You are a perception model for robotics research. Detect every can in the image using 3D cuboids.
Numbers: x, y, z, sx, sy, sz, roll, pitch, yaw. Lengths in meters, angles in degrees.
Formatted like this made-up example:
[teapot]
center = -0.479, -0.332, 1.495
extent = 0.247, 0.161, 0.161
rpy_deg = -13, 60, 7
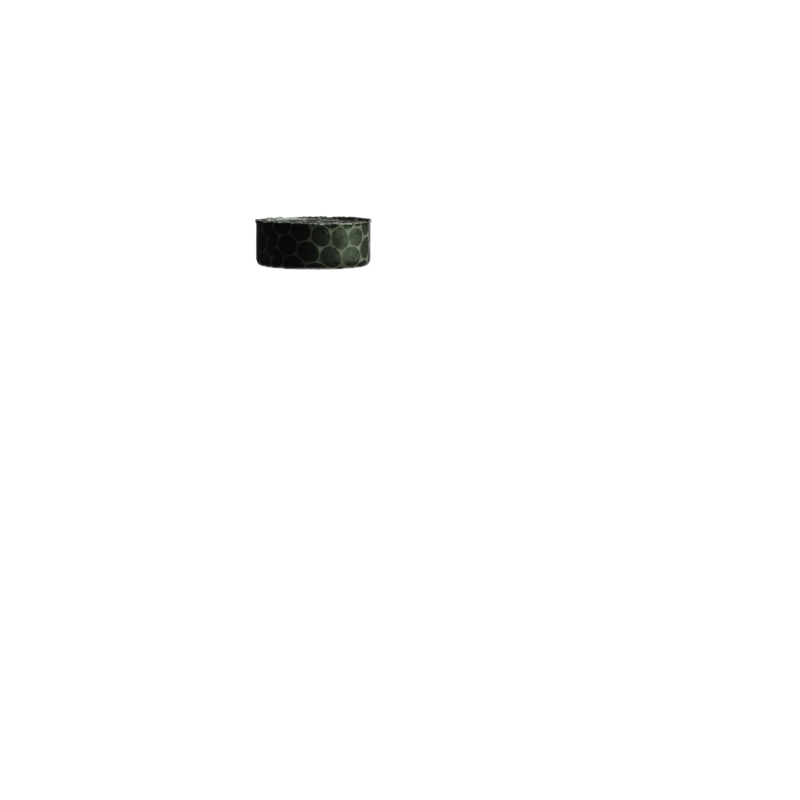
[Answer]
[can]
center = -0.064, -0.116, 0.816
extent = 0.086, 0.033, 0.088
rpy_deg = 0, 12, -2
